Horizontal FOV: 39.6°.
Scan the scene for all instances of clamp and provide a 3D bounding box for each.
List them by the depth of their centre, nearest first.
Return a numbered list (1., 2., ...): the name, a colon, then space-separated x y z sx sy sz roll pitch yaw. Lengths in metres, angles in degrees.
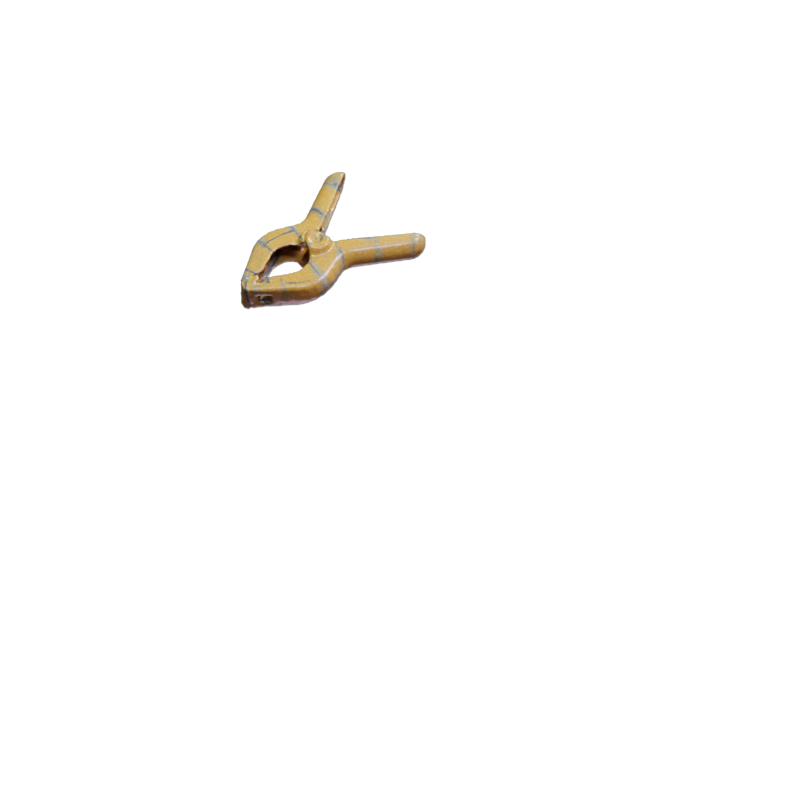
1. clamp: -0.077 -0.140 0.983 0.170 0.036 0.129 -26 51 -23
